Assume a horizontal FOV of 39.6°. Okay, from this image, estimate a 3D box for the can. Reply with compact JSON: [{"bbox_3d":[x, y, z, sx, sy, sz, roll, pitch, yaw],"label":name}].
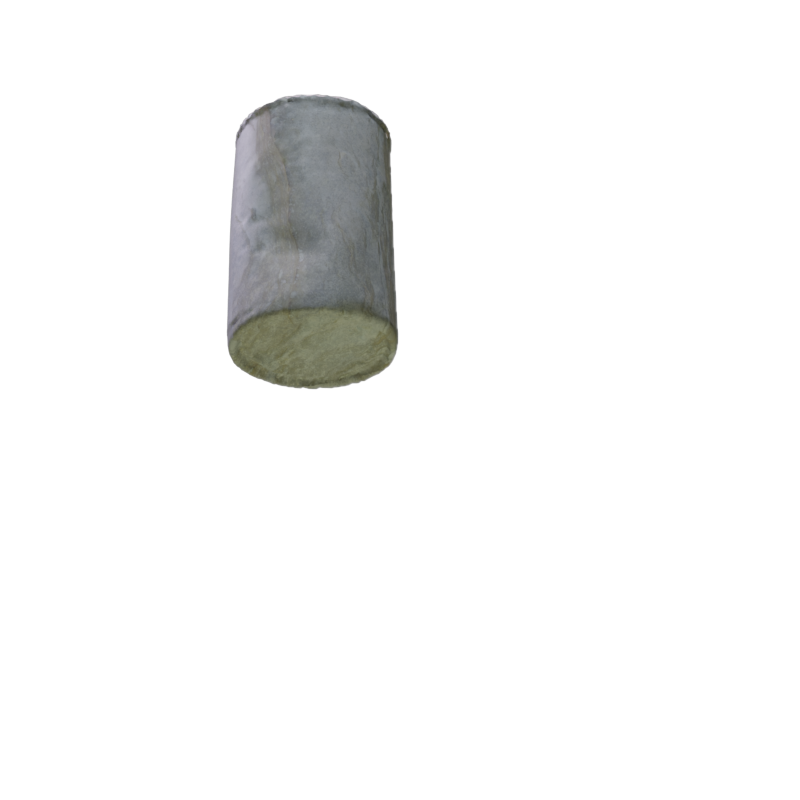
[{"bbox_3d":[-0.035,-0.065,0.453,0.068,0.109,0.064,0,-30,-2],"label":"can"}]
